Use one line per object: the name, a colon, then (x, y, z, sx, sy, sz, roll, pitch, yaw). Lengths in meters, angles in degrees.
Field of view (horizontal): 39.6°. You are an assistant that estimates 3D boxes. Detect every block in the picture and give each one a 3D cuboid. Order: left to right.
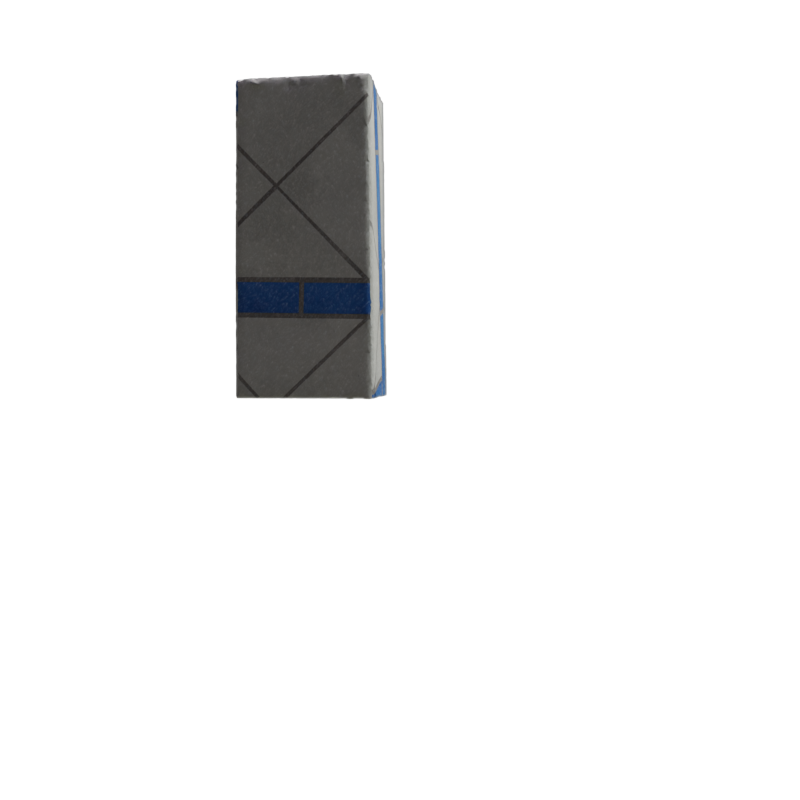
block: (-0.059, -0.106, 0.744, 0.092, 0.209, 0.088, -1, -5, 7)
